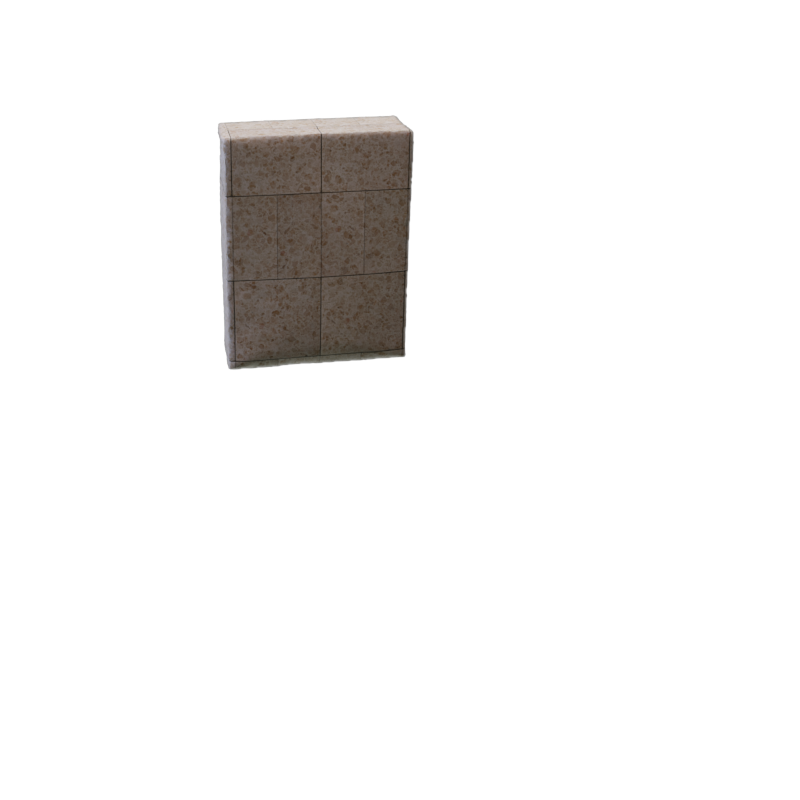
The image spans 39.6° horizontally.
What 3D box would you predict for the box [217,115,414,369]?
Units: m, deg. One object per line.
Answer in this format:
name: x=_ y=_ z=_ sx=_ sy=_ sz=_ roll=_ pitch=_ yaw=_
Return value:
box: x=-0.077 y=-0.141 z=0.986 sx=0.162 sy=0.204 sz=0.076 roll=-3 pitch=21 yaw=-11
